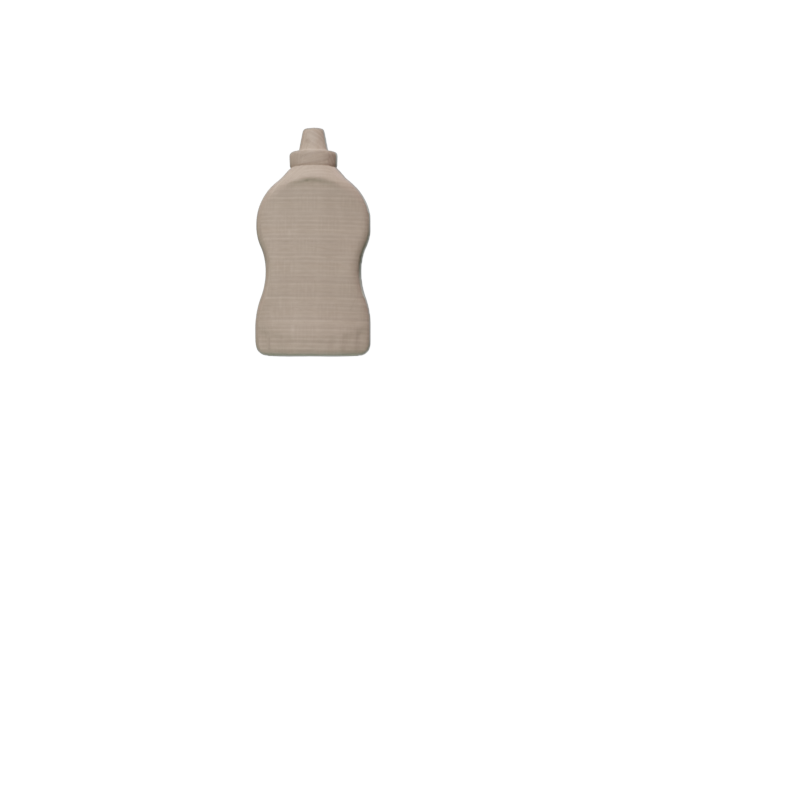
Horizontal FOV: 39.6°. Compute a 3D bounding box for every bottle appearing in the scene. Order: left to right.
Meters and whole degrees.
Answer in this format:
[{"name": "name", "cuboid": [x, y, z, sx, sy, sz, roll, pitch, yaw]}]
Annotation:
[{"name": "bottle", "cuboid": [-0.073, -0.133, 0.933, 0.096, 0.194, 0.057, 0, -4, 3]}]
